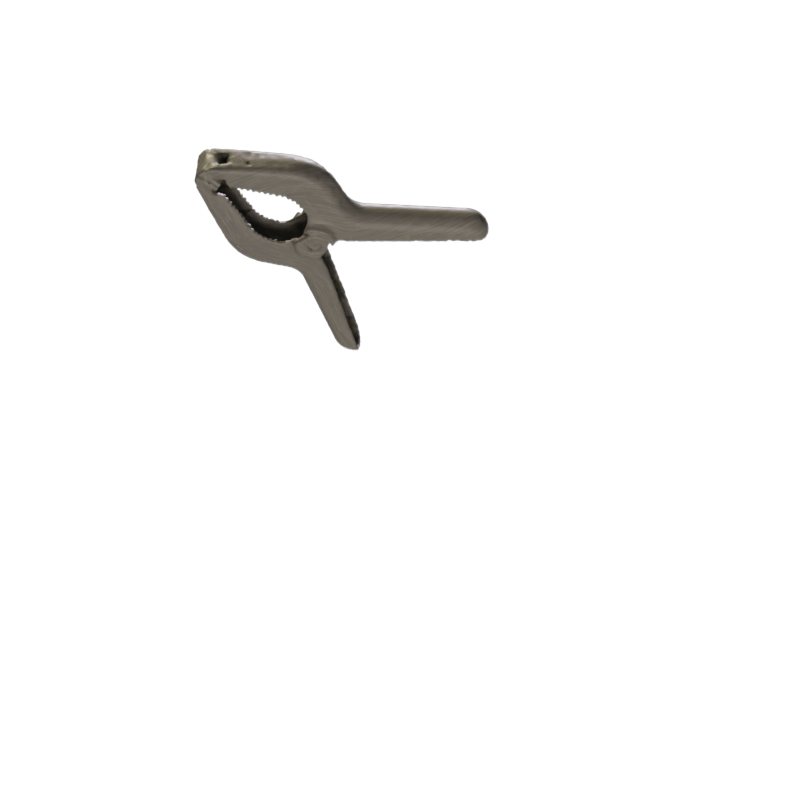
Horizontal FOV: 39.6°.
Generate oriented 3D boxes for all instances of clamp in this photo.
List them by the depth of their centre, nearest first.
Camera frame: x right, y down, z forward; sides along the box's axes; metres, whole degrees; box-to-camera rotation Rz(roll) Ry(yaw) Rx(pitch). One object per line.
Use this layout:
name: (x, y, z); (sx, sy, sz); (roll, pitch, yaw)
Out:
clamp: (-0.064, -0.117, 0.820); (0.202, 0.039, 0.160); (23, -50, -21)
